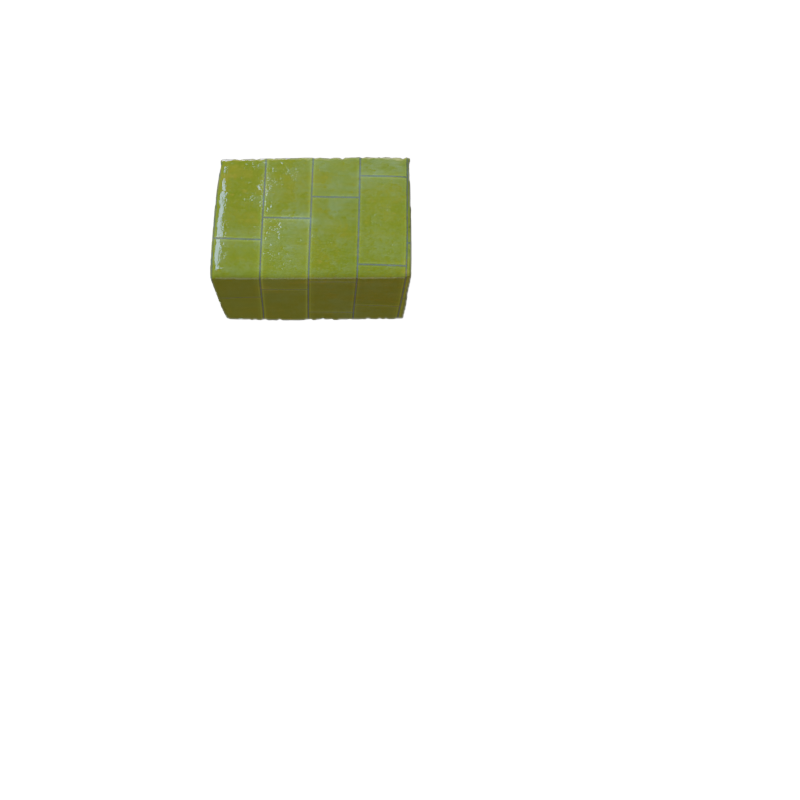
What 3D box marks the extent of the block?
[{"bbox_3d":[-0.035,-0.065,0.452,0.078,0.054,0.050,0,-18,-1],"label":"block"}]
